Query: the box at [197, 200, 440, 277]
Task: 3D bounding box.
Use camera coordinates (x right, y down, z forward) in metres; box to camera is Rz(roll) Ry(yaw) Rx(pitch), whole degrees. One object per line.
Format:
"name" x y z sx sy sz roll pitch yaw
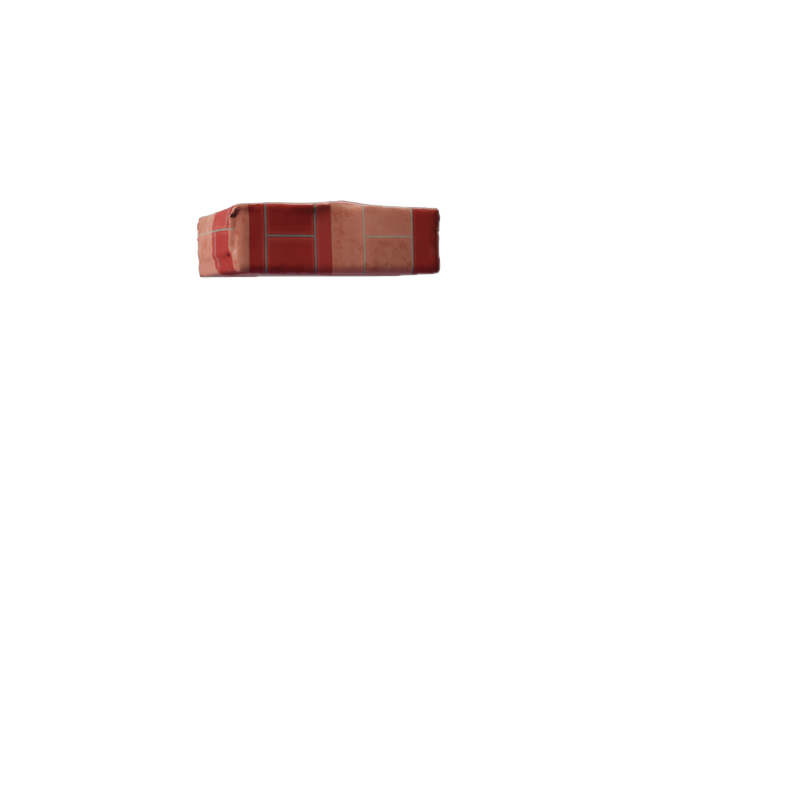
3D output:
"box" -0.037 -0.068 0.474 0.087 0.030 0.075 -1 4 -18
